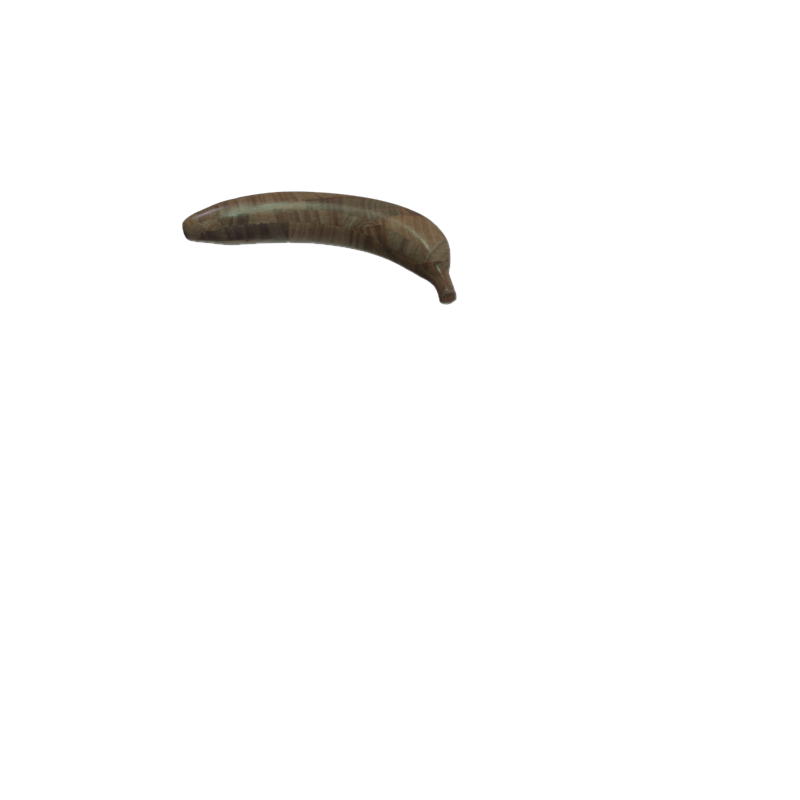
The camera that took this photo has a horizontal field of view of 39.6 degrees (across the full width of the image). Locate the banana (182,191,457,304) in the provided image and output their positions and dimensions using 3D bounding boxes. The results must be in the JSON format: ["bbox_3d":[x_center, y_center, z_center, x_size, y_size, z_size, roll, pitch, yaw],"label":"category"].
[{"bbox_3d":[-0.048,-0.115,0.750,0.204,0.034,0.072,14,36,19],"label":"banana"}]
